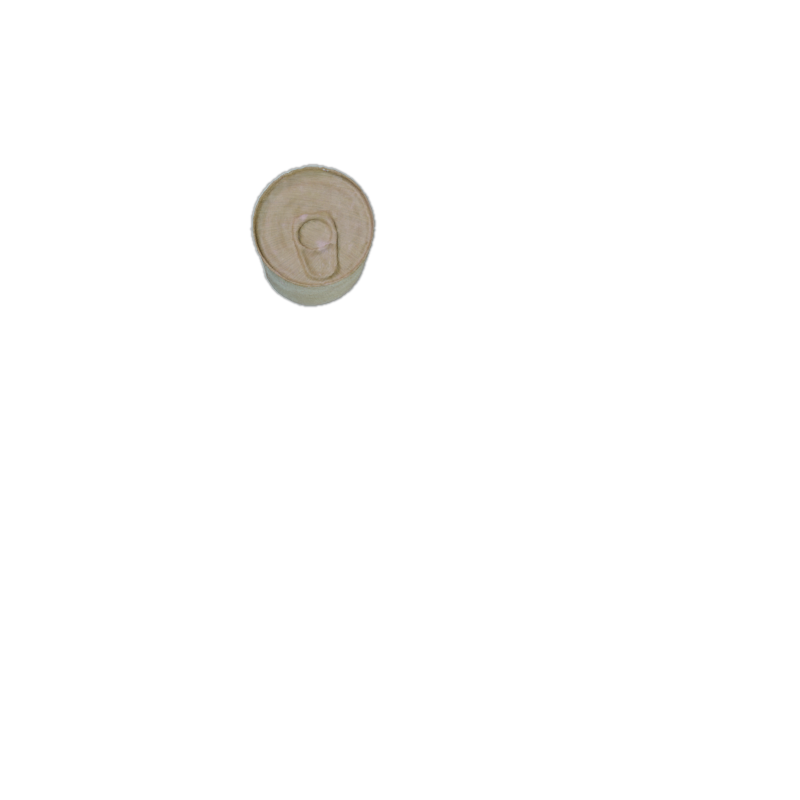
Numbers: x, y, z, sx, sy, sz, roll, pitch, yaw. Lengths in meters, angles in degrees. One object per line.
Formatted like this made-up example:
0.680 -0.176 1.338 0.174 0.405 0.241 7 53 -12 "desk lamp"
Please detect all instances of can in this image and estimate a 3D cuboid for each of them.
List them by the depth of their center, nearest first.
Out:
-0.052 -0.094 0.658 0.068 0.070 0.101 0 -5 -3 "can"
